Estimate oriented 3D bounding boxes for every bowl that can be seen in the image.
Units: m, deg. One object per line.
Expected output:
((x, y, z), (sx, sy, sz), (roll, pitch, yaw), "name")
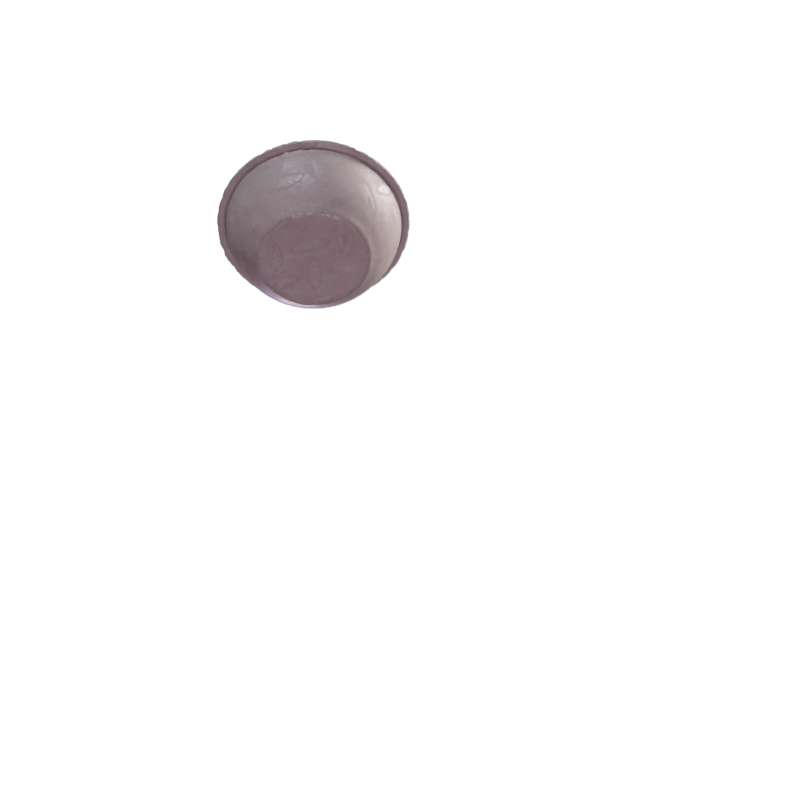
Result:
((-0.071, -0.130, 0.909), (0.162, 0.152, 0.059), (1, 35, -1), "bowl")
